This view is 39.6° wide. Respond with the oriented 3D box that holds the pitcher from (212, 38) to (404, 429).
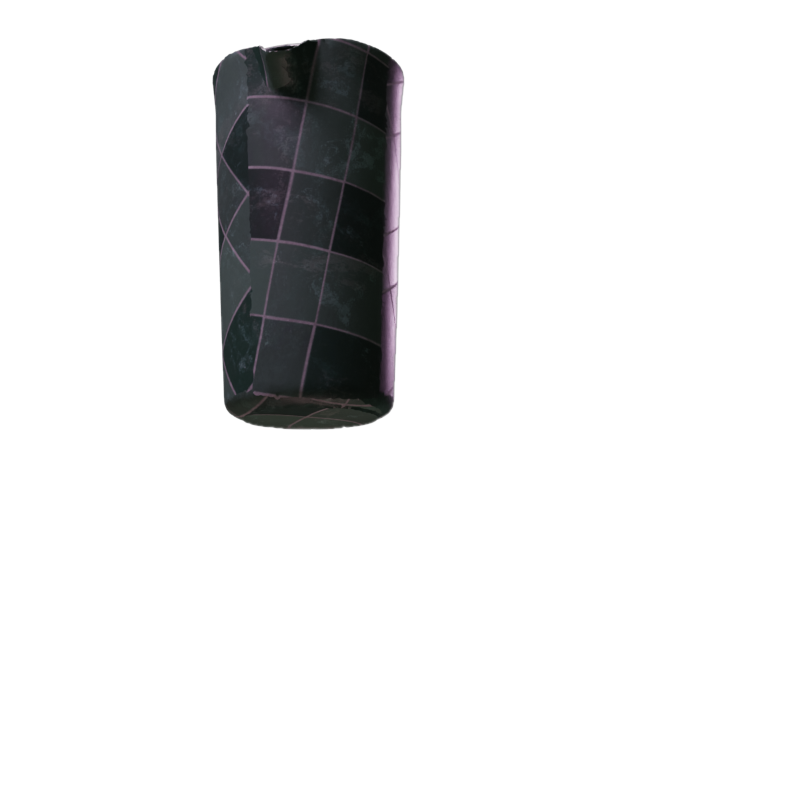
[{"bbox_3d":[-0.058,-0.107,0.746,0.142,0.253,0.146,10,-19,-34],"label":"pitcher"}]
